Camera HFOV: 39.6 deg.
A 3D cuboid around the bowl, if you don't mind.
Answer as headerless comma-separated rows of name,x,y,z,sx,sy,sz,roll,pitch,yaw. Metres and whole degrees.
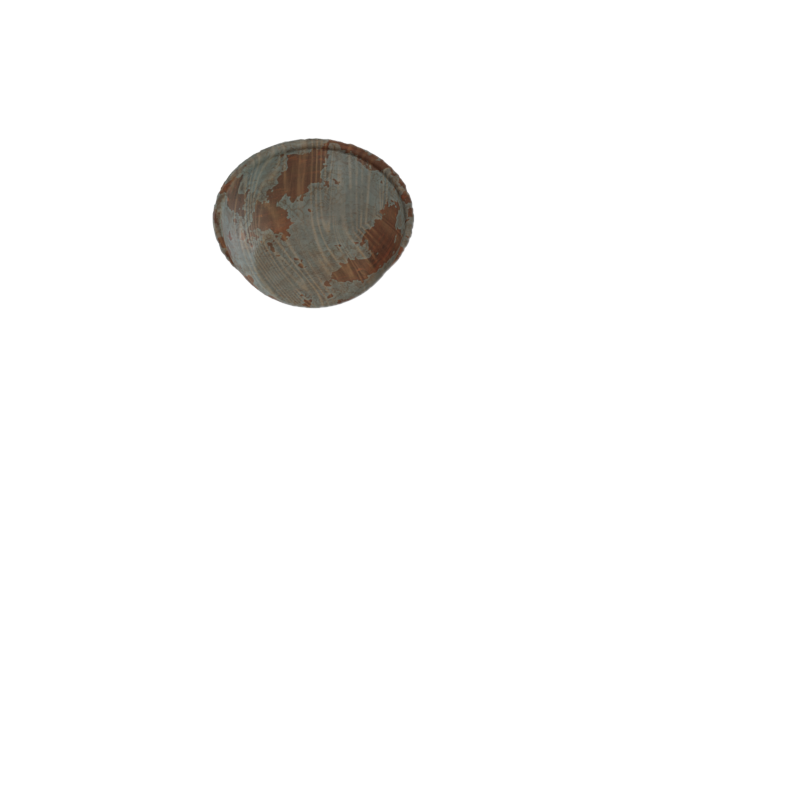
bowl,-0.068,-0.125,0.872,0.162,0.151,0.059,1,43,-1
